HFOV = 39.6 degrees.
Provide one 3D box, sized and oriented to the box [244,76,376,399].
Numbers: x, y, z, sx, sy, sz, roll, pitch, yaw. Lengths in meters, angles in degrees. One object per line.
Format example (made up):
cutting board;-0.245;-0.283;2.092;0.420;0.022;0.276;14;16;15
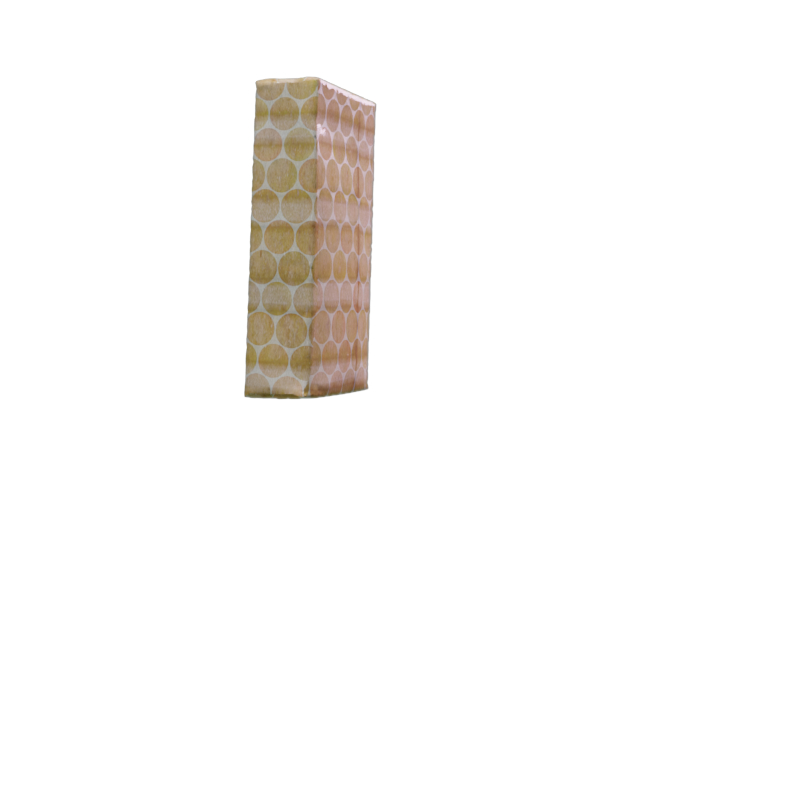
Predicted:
box;-0.050;-0.092;0.641;0.049;0.178;0.090;-1;-2;21
